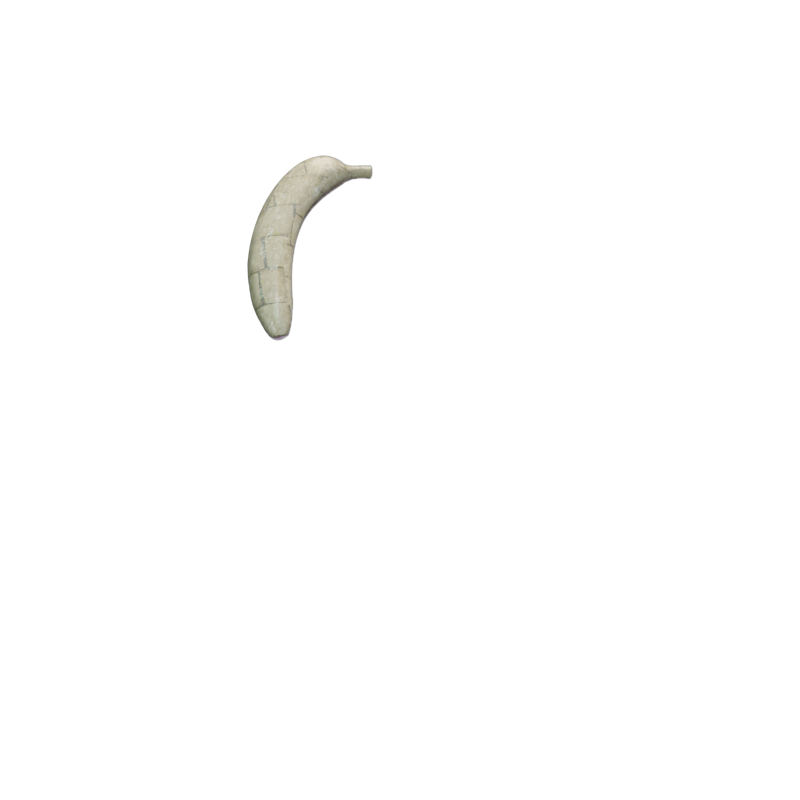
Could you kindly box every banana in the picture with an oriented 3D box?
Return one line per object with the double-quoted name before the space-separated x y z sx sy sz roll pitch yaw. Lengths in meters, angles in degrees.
"banana" -0.088 -0.141 0.925 0.071 0.206 0.034 18 -31 10
